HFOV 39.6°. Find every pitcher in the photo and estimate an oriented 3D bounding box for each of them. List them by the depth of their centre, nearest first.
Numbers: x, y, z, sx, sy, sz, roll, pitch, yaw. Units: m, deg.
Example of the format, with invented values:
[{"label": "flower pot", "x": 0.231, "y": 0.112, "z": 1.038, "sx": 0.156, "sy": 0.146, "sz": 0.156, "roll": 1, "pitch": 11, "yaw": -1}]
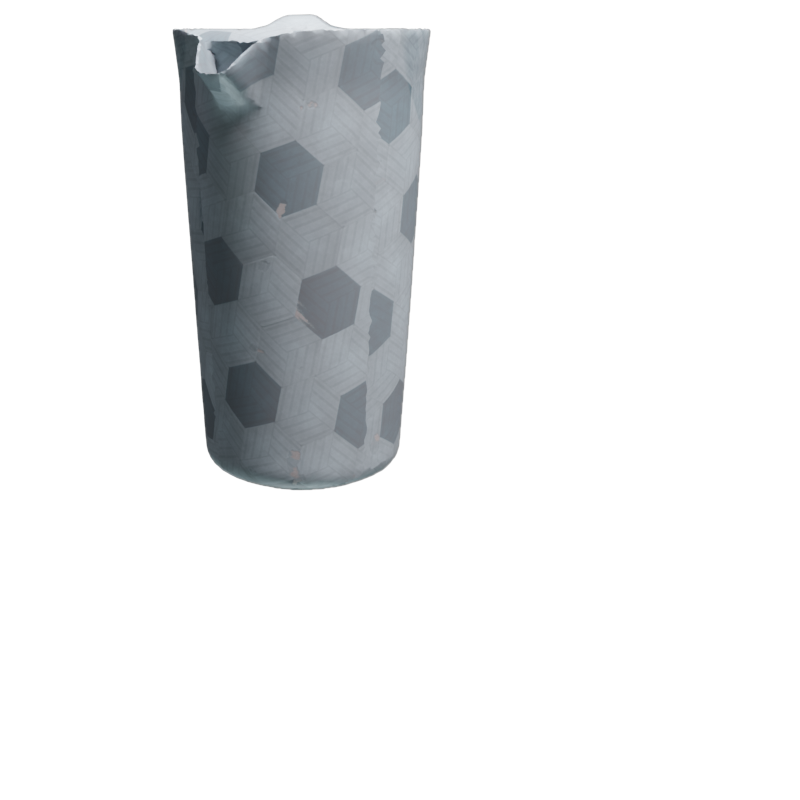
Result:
[{"label": "pitcher", "x": -0.047, "y": -0.086, "z": 0.606, "sx": 0.146, "sy": 0.236, "sz": 0.152, "roll": -4, "pitch": 15, "yaw": -18}]
